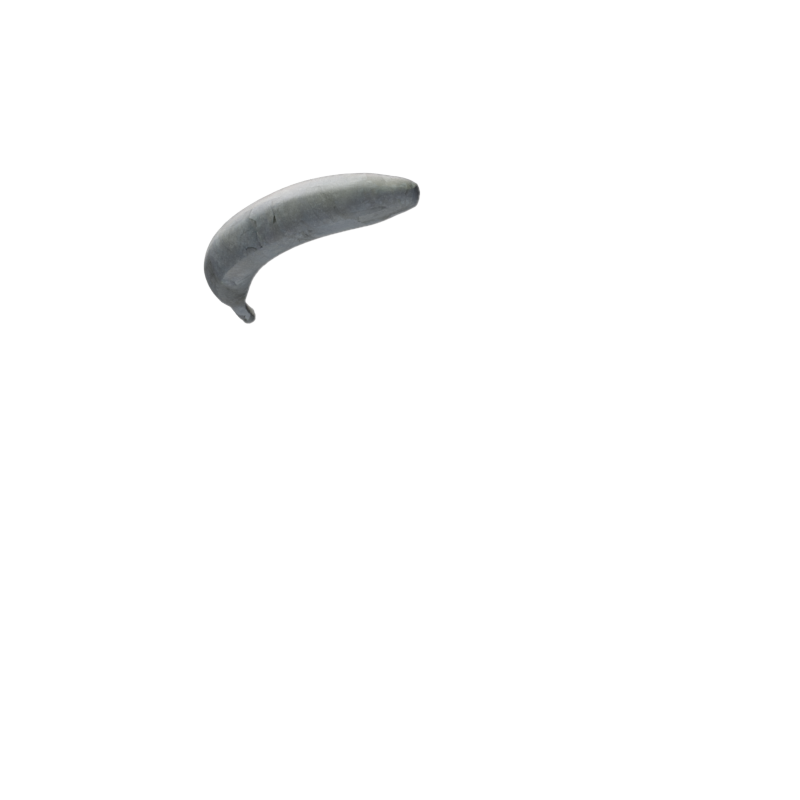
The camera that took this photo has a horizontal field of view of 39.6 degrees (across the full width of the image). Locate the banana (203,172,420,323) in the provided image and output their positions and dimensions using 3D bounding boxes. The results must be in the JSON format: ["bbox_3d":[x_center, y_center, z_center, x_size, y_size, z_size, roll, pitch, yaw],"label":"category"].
[{"bbox_3d":[-0.073,-0.105,0.709,0.066,0.039,0.197,17,-28,-35],"label":"banana"}]
